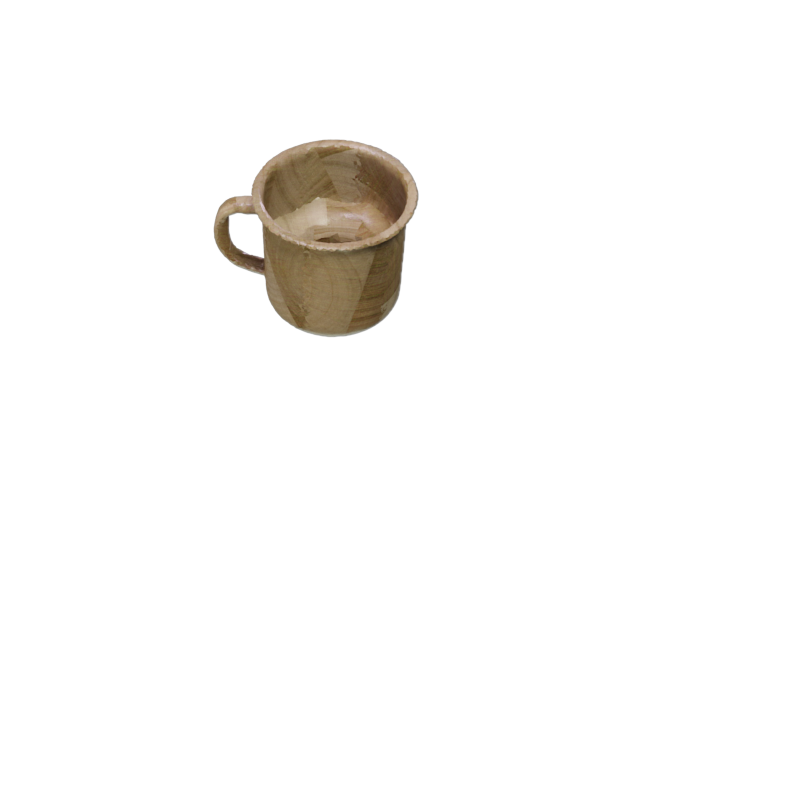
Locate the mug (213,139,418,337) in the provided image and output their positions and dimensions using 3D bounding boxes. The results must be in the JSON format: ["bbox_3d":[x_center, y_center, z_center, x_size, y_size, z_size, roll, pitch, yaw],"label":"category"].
[{"bbox_3d":[-0.051,-0.092,0.646,0.117,0.100,0.076,3,-42,2],"label":"mug"}]
